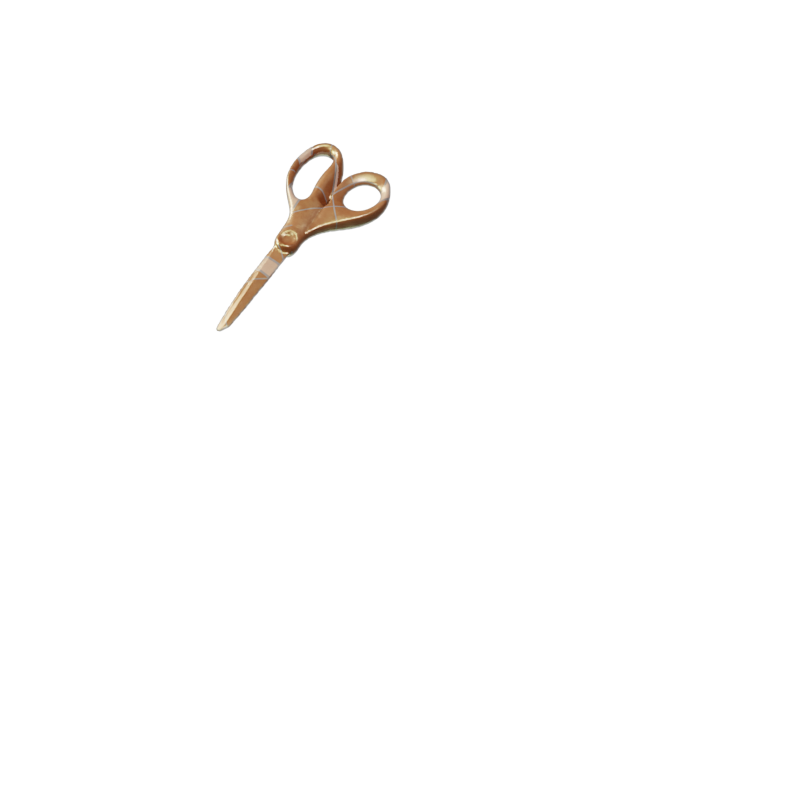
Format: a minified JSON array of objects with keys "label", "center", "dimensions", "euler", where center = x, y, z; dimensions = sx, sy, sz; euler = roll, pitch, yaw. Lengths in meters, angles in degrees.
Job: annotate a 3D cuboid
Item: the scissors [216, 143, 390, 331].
[{"label":"scissors","center":[-0.069,-0.126,0.879],"dimensions":[0.098,0.213,0.015],"euler":[11,-34,7]}]
